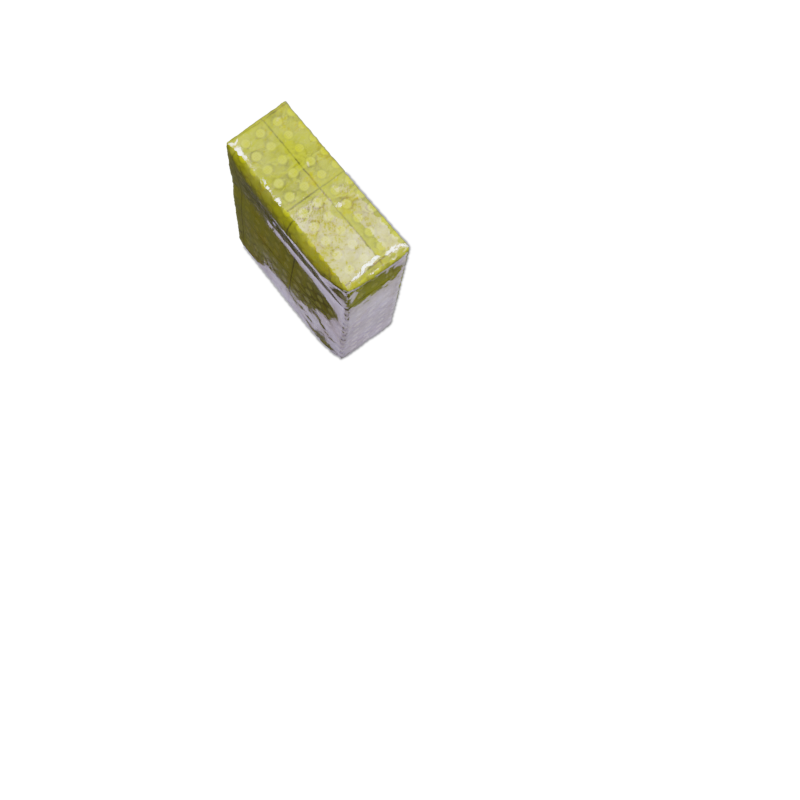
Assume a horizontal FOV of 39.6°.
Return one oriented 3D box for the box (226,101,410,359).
[{"bbox_3d":[-0.076,-0.139,0.971,0.072,0.170,0.206,-37,-11,-11],"label":"box"}]
